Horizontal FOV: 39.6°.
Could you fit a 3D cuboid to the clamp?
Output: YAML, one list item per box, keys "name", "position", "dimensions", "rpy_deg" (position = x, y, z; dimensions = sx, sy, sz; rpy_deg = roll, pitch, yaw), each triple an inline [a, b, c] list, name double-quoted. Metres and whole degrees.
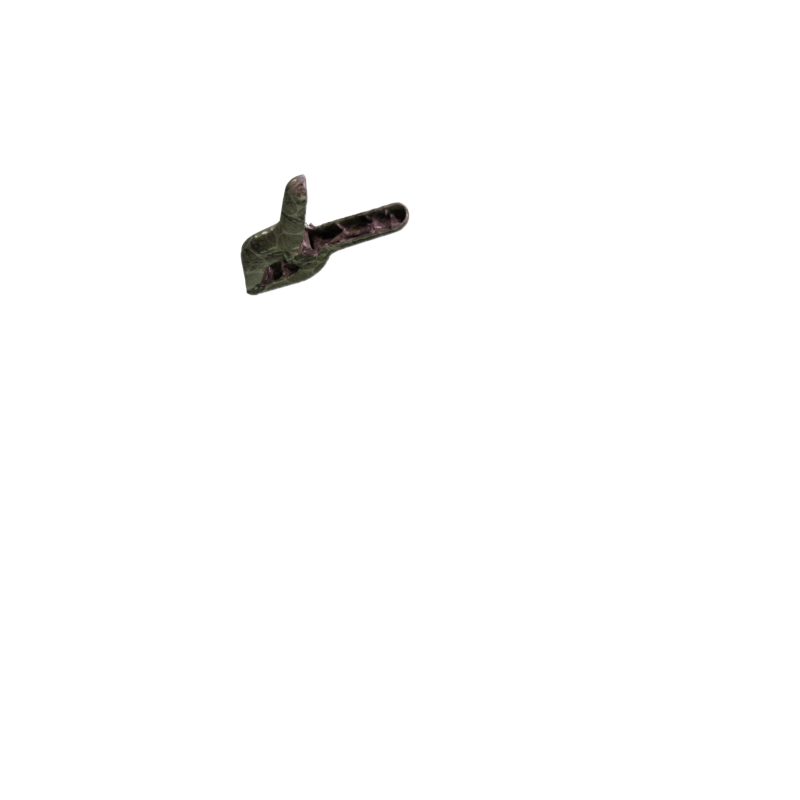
- name: "clamp"
  position: [-0.076, -0.138, 0.966]
  dimensions: [0.115, 0.041, 0.169]
  rpy_deg: [13, -26, -27]
